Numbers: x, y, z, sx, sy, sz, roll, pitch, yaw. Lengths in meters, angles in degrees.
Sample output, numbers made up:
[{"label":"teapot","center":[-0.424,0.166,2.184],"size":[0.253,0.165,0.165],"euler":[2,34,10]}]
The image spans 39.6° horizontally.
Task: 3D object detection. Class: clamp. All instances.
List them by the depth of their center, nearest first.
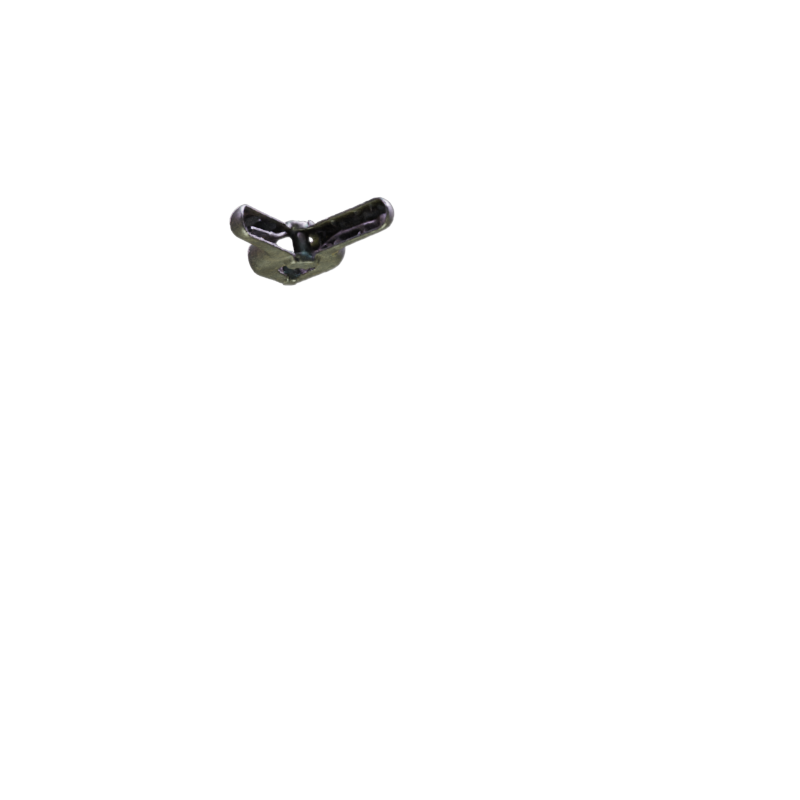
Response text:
[{"label":"clamp","center":[-0.068,-0.124,0.872],"size":[0.120,0.040,0.168],"euler":[0,-6,-3]}]
